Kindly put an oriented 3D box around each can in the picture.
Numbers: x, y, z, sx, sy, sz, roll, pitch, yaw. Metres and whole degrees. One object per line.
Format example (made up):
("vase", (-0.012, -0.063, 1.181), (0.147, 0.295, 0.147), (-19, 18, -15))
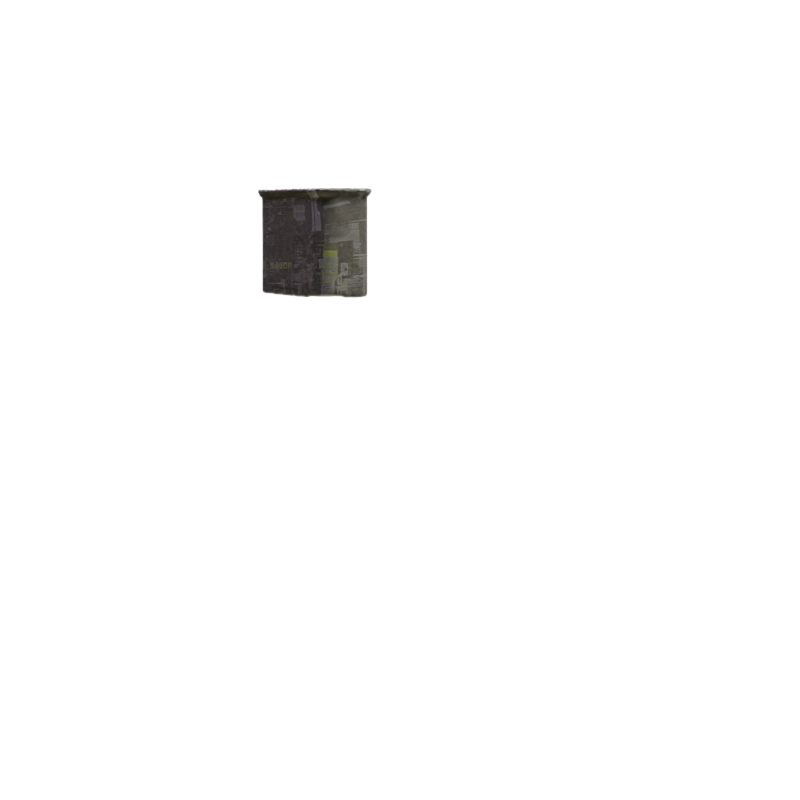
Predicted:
("can", (-0.069, -0.126, 0.880), (0.055, 0.083, 0.106), (-3, 7, -37))
